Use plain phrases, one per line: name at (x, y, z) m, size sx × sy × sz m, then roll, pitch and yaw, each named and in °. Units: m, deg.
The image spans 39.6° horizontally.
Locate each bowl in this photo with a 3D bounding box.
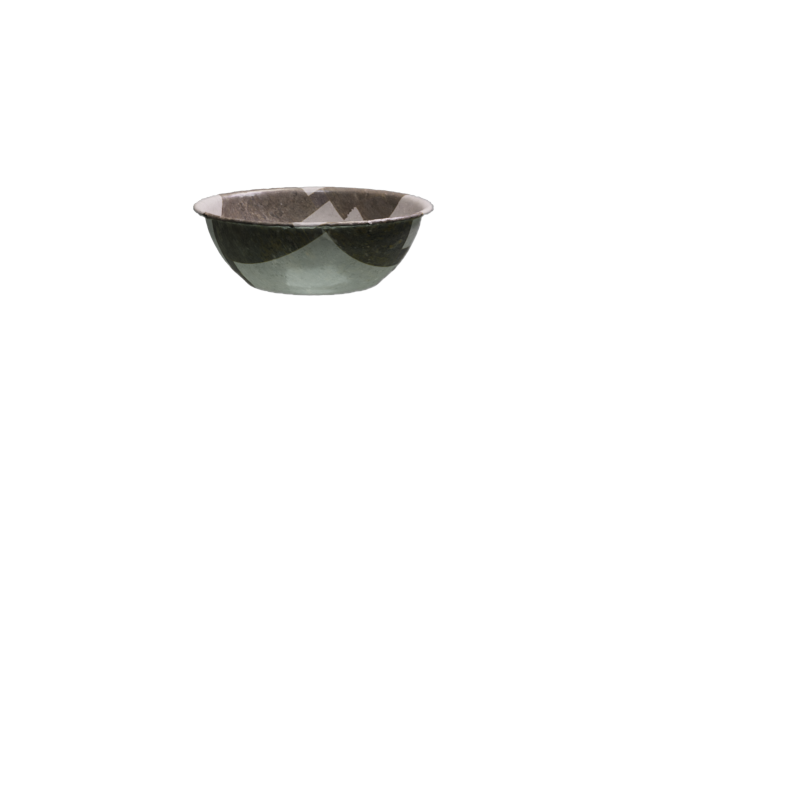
bowl at (-0.059, -0.107, 0.752) m, size 0.162 × 0.053 × 0.168 m, roll -1°, pitch 17°, yaw -2°
